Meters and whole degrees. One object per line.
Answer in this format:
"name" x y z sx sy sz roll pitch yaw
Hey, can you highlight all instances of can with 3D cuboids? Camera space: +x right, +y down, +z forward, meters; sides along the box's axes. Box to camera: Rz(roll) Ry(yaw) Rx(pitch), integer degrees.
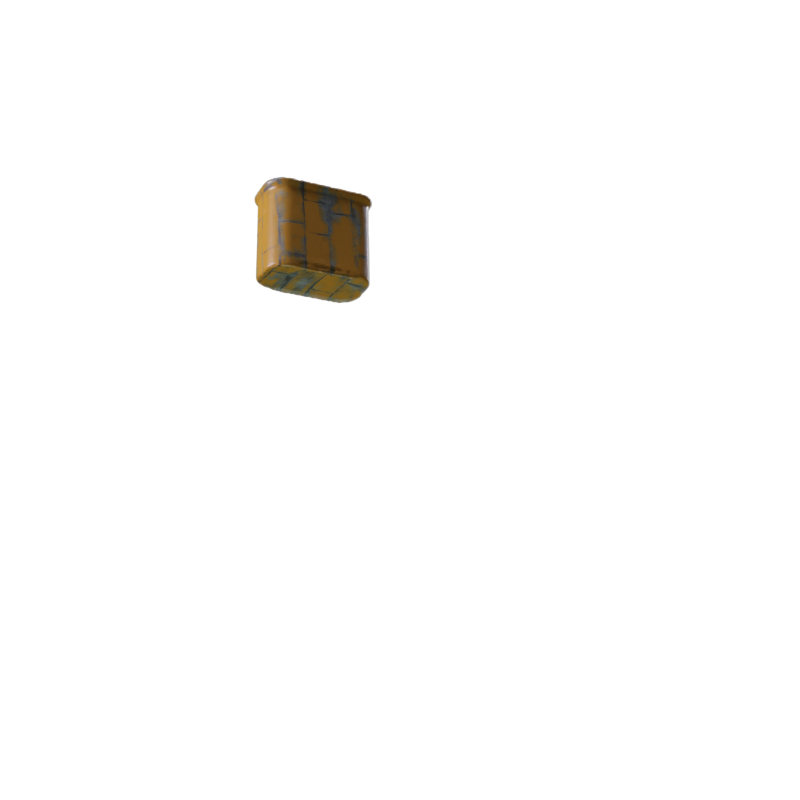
"can" -0.075 -0.138 0.964 0.098 0.089 0.056 9 -27 -22
